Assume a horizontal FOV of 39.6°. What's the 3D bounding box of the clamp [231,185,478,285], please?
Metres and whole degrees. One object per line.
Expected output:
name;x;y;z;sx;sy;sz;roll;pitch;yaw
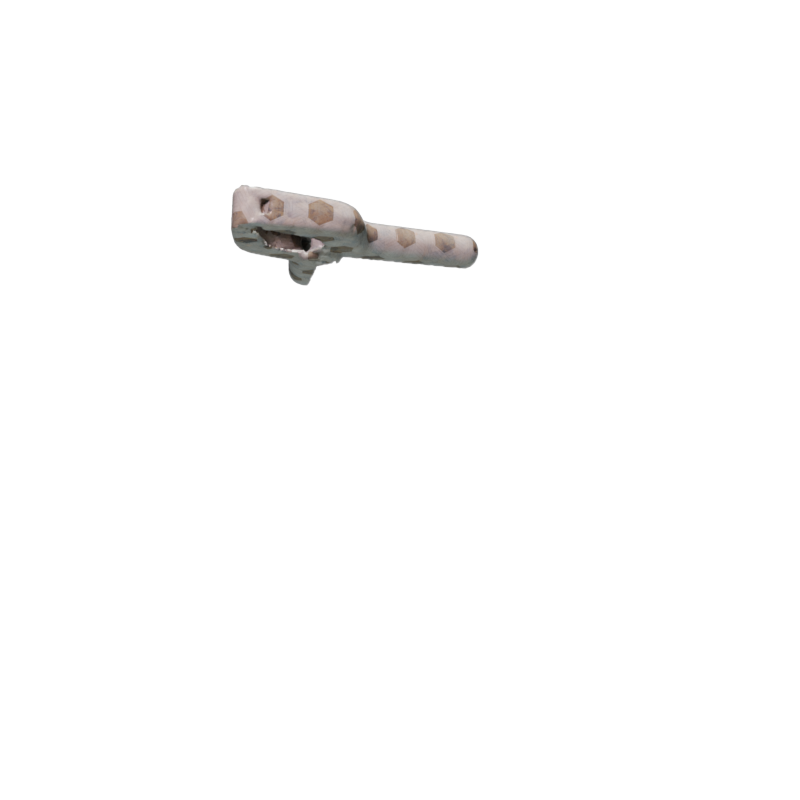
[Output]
clamp;-0.064;-0.116;0.814;0.169;0.037;0.199;-5;-8;37
